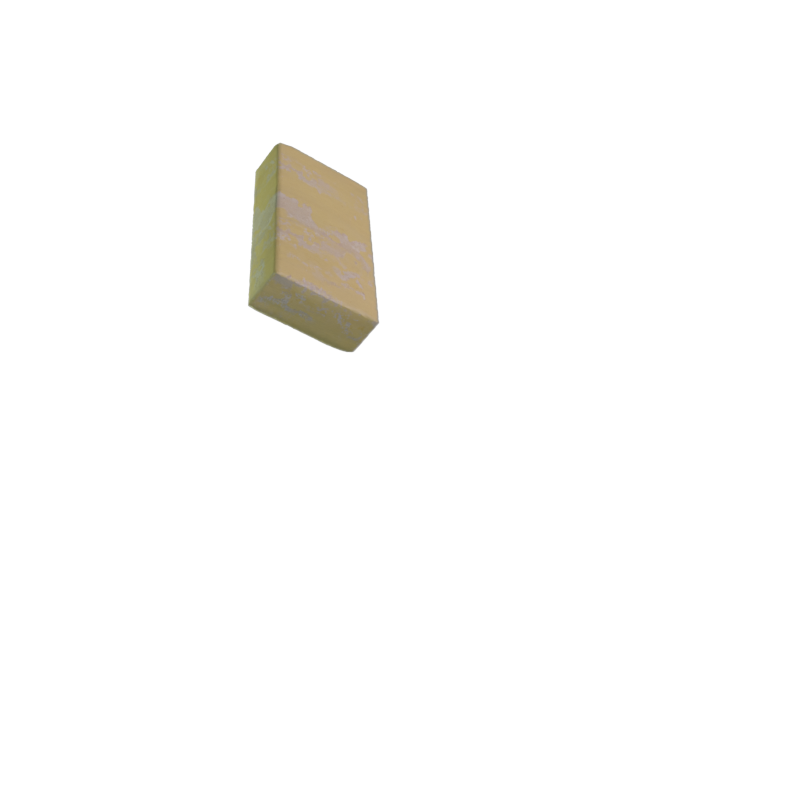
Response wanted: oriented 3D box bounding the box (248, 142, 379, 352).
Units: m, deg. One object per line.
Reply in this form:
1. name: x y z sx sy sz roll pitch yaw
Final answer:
1. box: -0.068 -0.124 0.869 0.089 0.189 0.047 24 -52 -24
